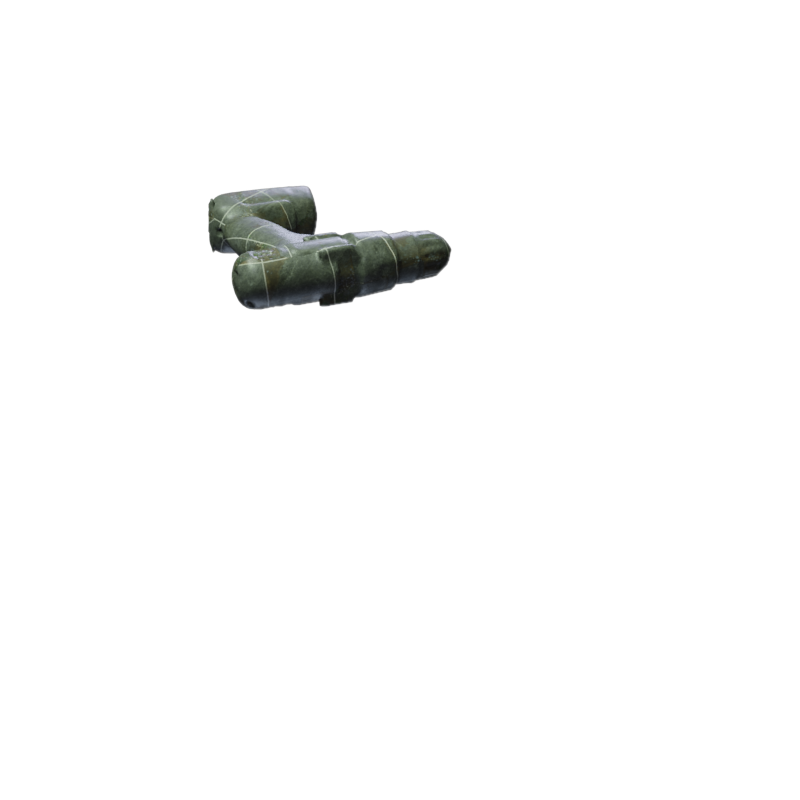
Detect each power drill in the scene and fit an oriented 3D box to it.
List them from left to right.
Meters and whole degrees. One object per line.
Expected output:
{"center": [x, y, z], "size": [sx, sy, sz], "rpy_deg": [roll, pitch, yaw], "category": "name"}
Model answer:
{"center": [-0.074, -0.135, 0.945], "size": [0.181, 0.055, 0.200], "rpy_deg": [-10, 25, -22], "category": "power drill"}
